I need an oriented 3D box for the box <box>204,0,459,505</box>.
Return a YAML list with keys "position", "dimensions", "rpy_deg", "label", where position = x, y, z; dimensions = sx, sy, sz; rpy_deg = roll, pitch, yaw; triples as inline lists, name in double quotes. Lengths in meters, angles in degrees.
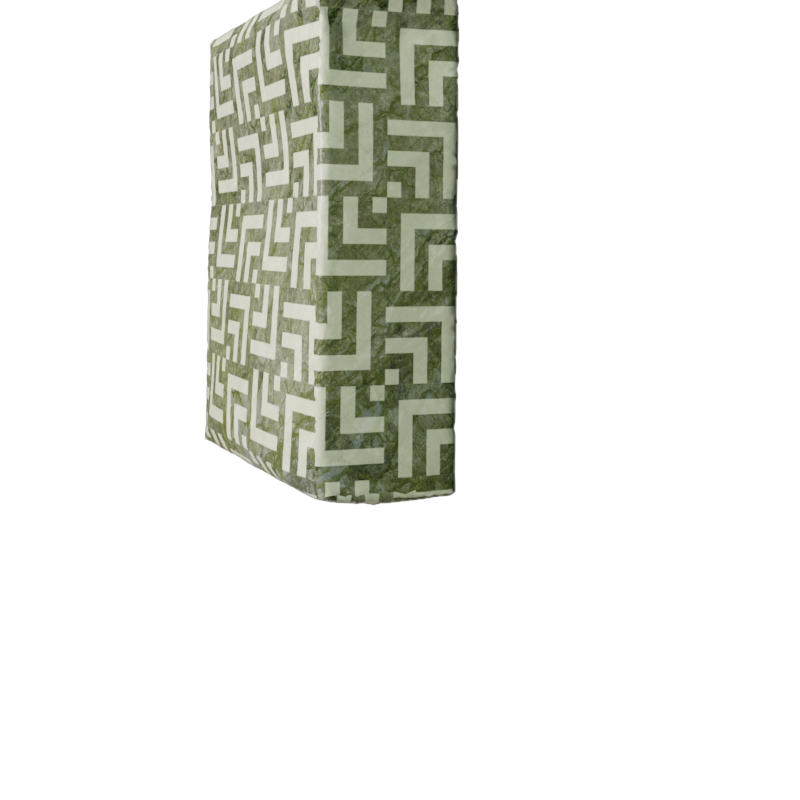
- position: [-0.041, -0.074, 0.521]
  dimensions: [0.070, 0.213, 0.170]
  rpy_deg: [-1, 3, -25]
  label: "box"
